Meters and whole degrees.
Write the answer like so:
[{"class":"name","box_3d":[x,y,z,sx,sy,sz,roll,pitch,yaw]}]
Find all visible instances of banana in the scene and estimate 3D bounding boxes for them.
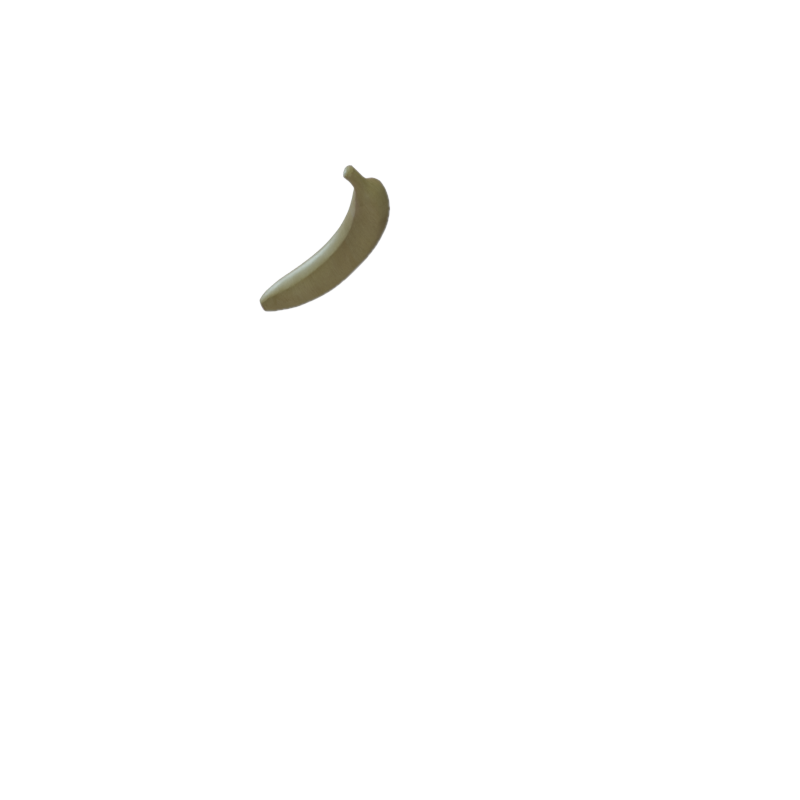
[{"class":"banana","box_3d":[-0.060,-0.140,1.000,0.067,0.039,0.191,19,-45,-21]}]
